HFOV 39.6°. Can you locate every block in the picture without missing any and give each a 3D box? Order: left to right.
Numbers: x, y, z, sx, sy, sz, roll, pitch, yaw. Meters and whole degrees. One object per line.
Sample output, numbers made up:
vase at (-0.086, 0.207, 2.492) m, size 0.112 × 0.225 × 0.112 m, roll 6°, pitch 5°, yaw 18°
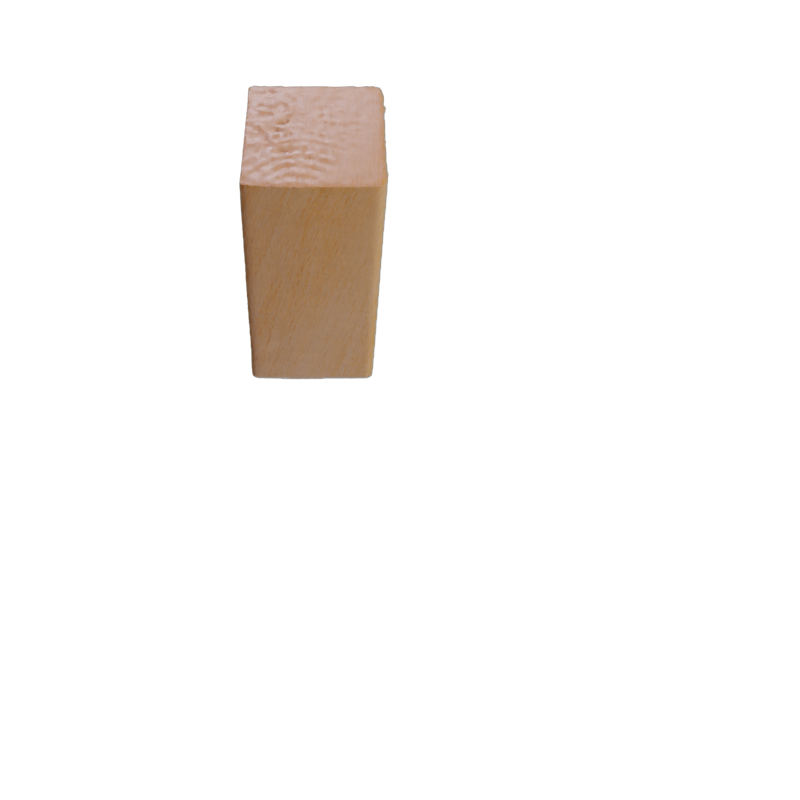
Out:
block at (-0.059, -0.109, 0.762) m, size 0.090 × 0.097 × 0.192 m, roll 1°, pitch -36°, yaw -3°
